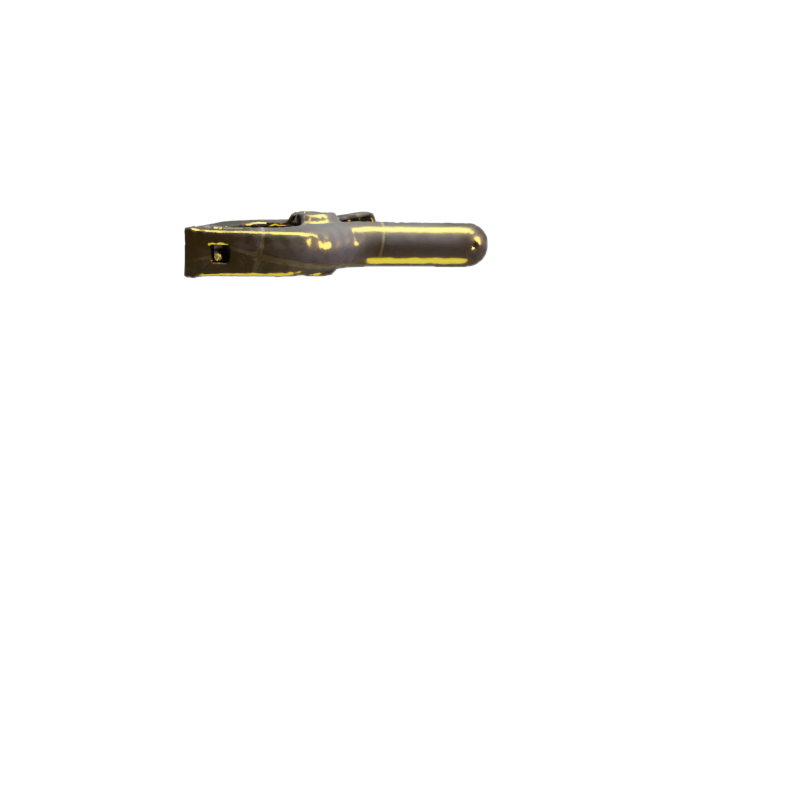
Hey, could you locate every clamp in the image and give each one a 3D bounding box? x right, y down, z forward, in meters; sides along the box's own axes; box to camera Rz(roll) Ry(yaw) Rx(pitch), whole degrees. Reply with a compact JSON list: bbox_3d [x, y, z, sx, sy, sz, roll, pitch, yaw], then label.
[{"bbox_3d":[-0.050,-0.092,0.642,0.166,0.039,0.125,-4,8,-26],"label":"clamp"}]
